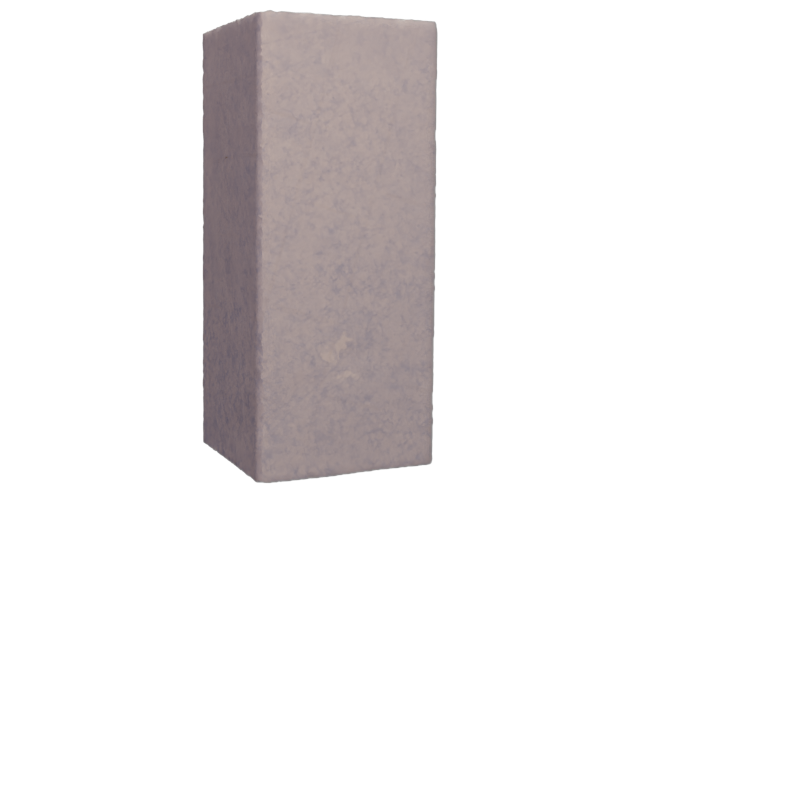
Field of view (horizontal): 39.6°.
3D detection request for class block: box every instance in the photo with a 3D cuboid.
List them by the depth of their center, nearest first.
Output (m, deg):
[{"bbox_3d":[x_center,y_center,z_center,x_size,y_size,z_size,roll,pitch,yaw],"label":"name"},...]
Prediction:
[{"bbox_3d":[-0.041,-0.076,0.535,0.088,0.204,0.094,-2,5,-25],"label":"block"}]
